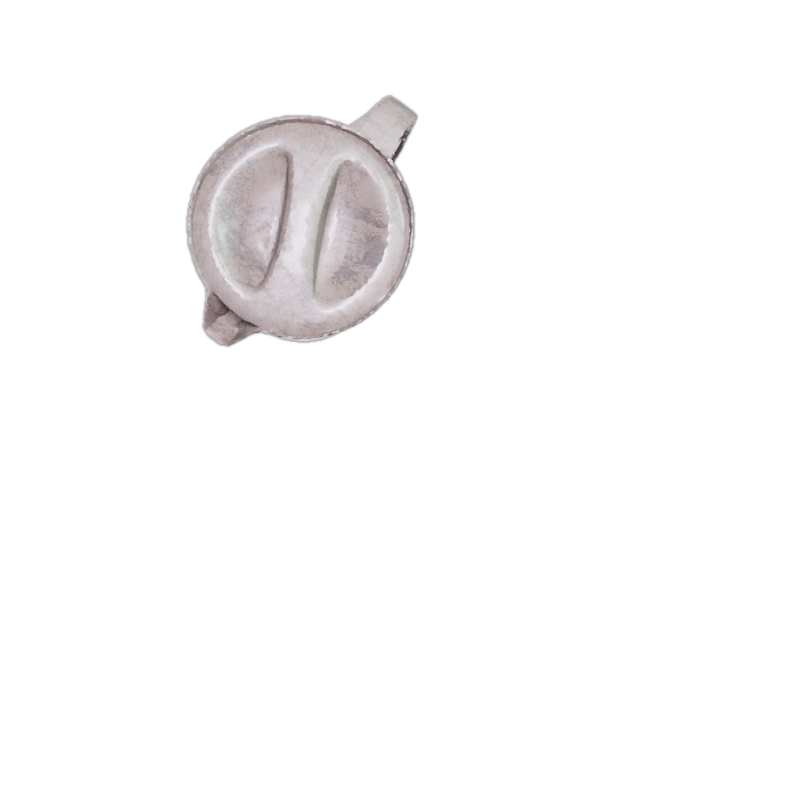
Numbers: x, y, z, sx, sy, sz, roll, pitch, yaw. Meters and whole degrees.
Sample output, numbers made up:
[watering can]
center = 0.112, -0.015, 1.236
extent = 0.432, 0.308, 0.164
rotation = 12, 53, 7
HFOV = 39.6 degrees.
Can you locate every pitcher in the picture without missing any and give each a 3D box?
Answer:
[pitcher]
center = -0.060, -0.109, 0.761
extent = 0.149, 0.147, 0.241
rotation = -8, -2, -4
